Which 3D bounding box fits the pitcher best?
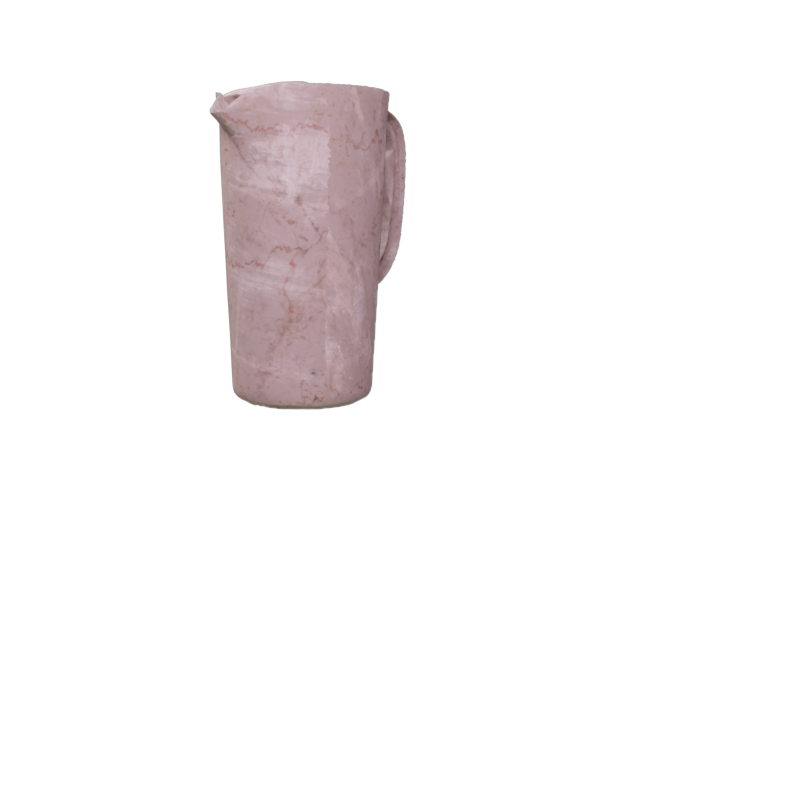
[{"bbox_3d":[-0.067,-0.123,0.859,0.149,0.241,0.146,0,4,-1],"label":"pitcher"}]
